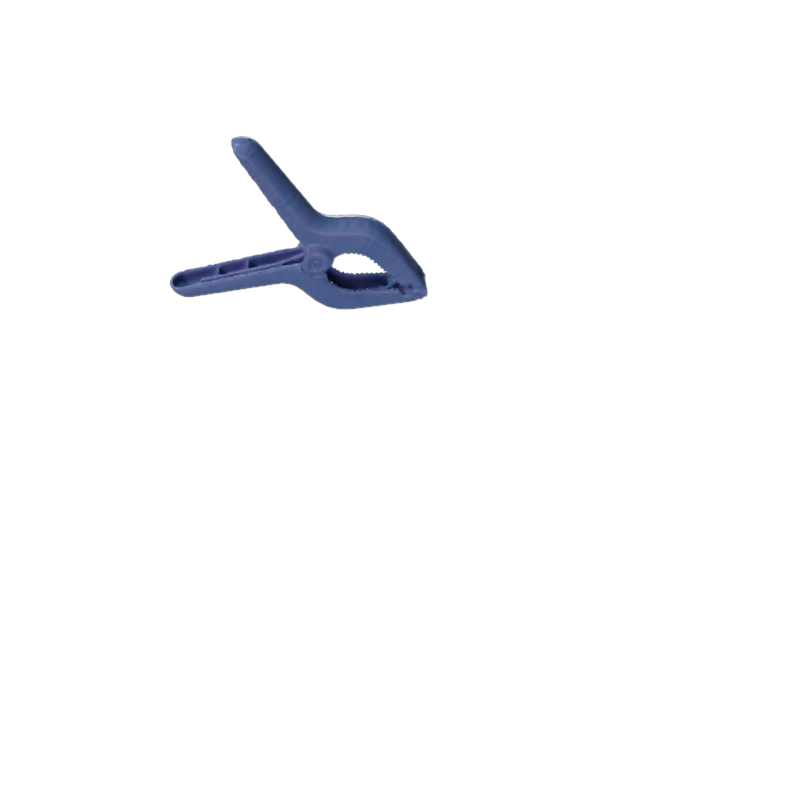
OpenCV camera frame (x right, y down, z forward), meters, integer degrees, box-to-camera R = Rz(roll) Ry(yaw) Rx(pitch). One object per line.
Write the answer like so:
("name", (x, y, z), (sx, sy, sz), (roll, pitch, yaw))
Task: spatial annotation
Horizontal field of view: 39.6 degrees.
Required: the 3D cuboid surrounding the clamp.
("clamp", (-0.071, -0.130, 0.909), (0.206, 0.156, 0.039), (12, 42, -11))
